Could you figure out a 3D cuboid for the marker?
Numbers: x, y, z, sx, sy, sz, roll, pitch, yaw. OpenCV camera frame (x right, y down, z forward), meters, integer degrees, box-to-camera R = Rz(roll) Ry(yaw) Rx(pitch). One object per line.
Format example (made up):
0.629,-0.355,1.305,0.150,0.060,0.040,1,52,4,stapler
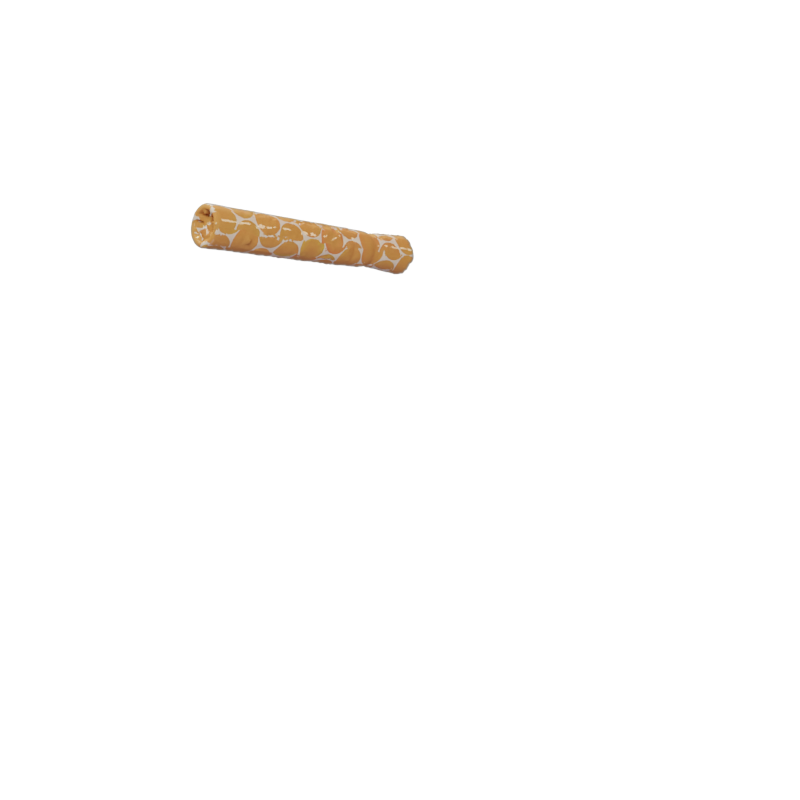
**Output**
-0.039,-0.071,0.495,0.115,0.020,0.021,2,2,-43,marker
